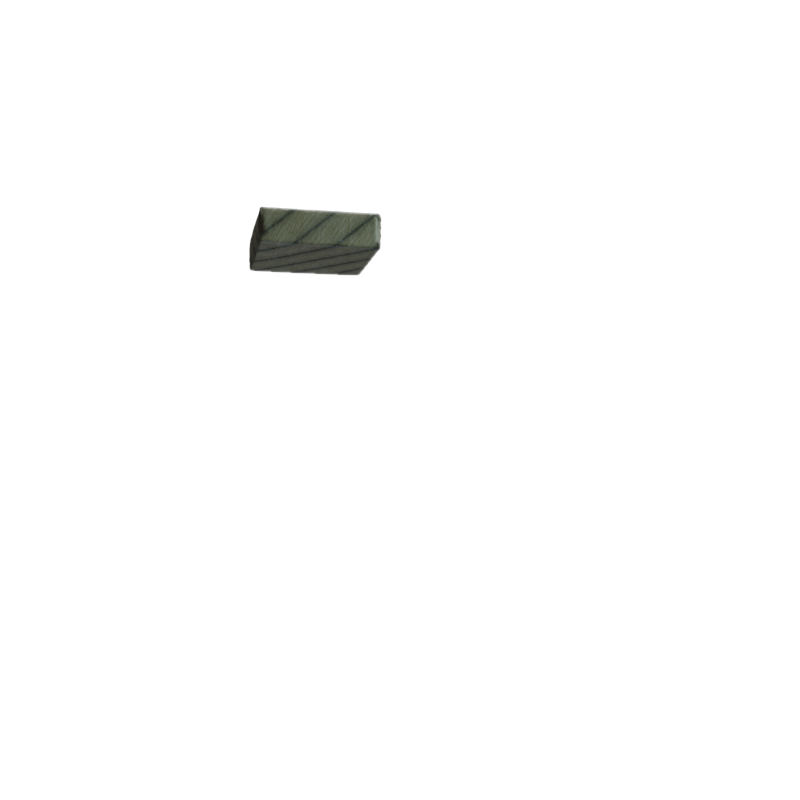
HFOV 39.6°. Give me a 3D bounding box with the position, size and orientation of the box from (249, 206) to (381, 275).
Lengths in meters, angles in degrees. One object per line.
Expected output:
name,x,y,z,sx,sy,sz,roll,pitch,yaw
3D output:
box,-0.064,-0.117,0.819,0.088,0.031,0.072,2,-11,-10
